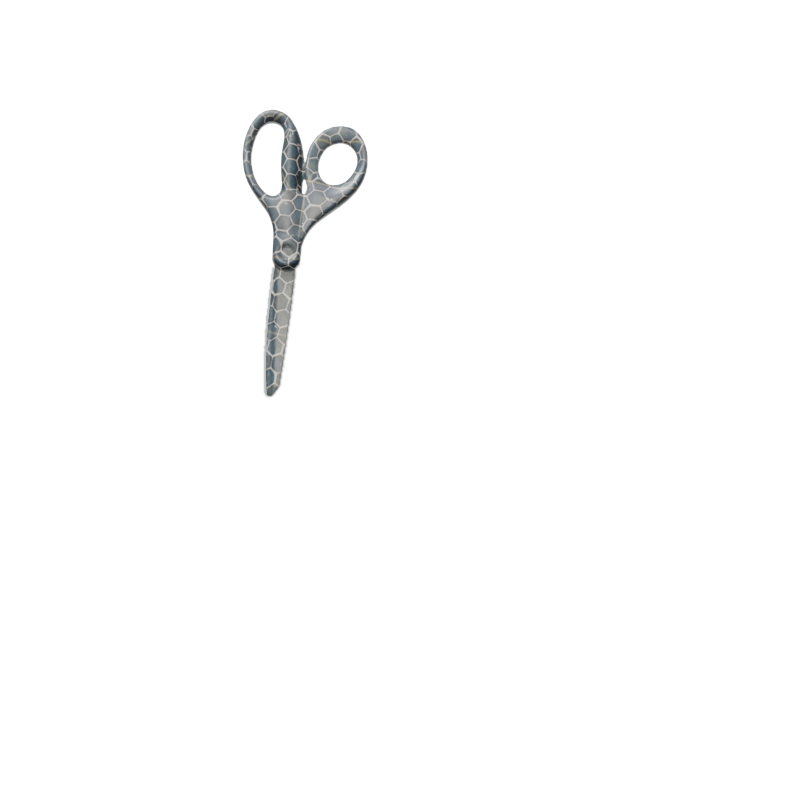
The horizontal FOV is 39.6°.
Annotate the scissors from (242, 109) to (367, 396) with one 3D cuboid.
[{"bbox_3d":[-0.059,-0.108,0.756,0.096,0.211,0.015,-10,-19,-3],"label":"scissors"}]
